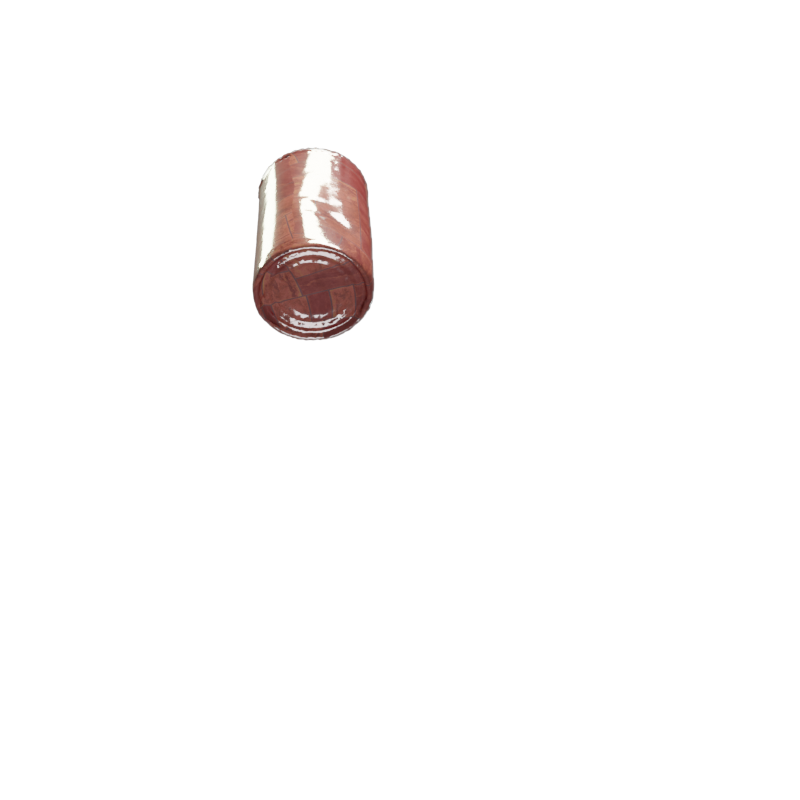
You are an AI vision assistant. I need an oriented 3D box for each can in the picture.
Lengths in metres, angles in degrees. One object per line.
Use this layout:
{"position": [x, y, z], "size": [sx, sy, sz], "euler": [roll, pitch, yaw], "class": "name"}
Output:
{"position": [-0.050, -0.092, 0.643], "size": [0.068, 0.064, 0.109], "euler": [-1, 39, -3], "class": "can"}
